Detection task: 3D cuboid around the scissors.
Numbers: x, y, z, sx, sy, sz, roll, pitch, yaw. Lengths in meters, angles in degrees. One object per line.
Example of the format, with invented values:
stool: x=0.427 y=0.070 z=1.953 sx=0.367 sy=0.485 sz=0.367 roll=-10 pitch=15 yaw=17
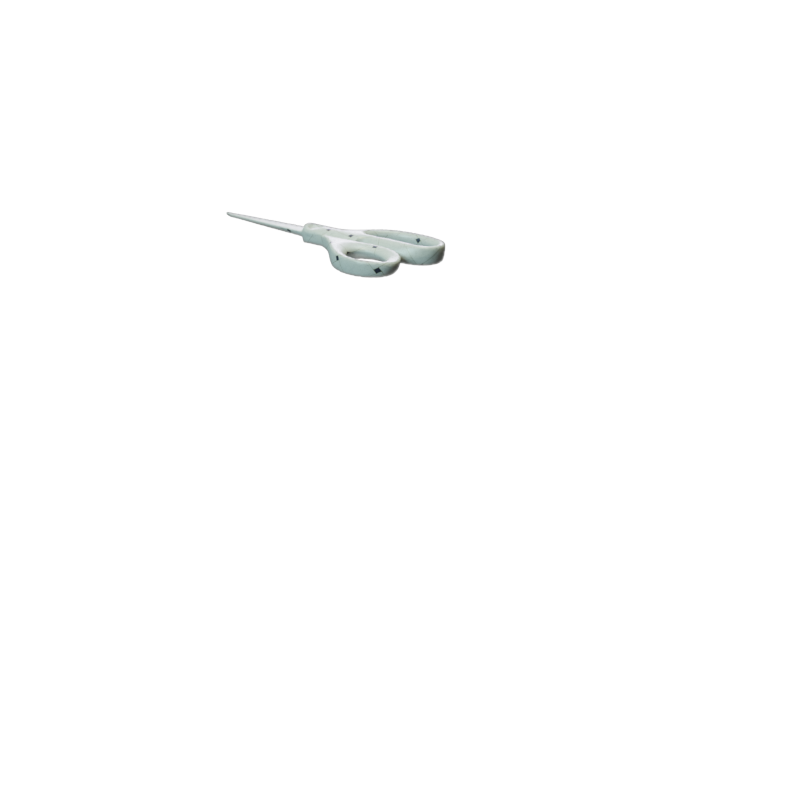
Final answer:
scissors: x=-0.067 y=-0.122 z=0.856 sx=0.209 sy=0.015 sz=0.097 roll=10 pitch=25 yaw=22
